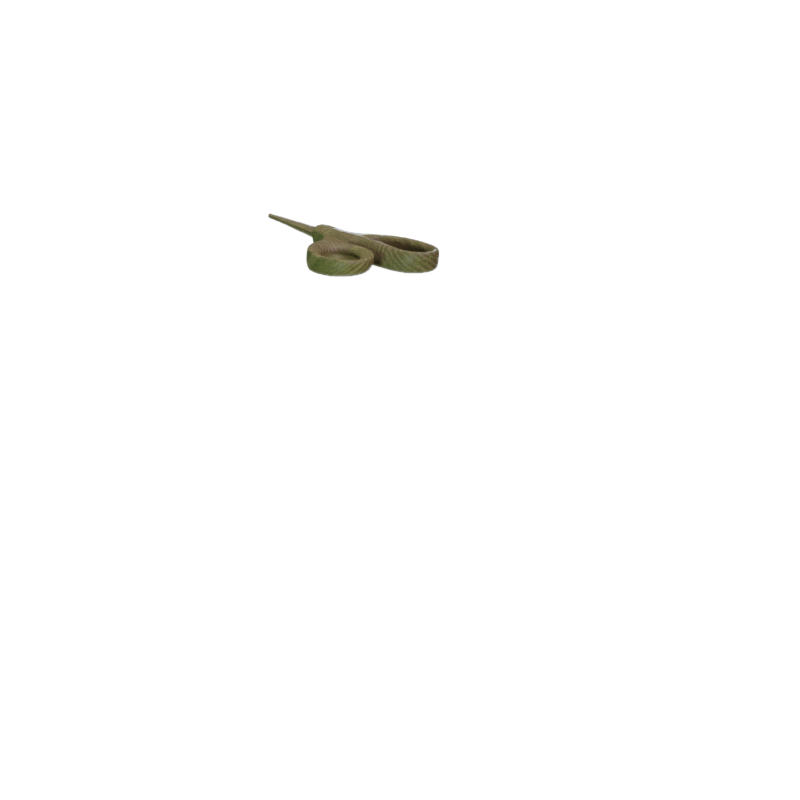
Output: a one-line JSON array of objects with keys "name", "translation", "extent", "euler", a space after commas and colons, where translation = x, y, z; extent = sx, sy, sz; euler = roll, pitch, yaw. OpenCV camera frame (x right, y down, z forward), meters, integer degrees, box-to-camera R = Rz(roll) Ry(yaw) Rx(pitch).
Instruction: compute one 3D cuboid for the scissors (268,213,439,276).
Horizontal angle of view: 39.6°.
[{"name": "scissors", "translation": [-0.062, -0.113, 0.792], "extent": [0.094, 0.015, 0.213], "euler": [-17, 25, -41]}]
